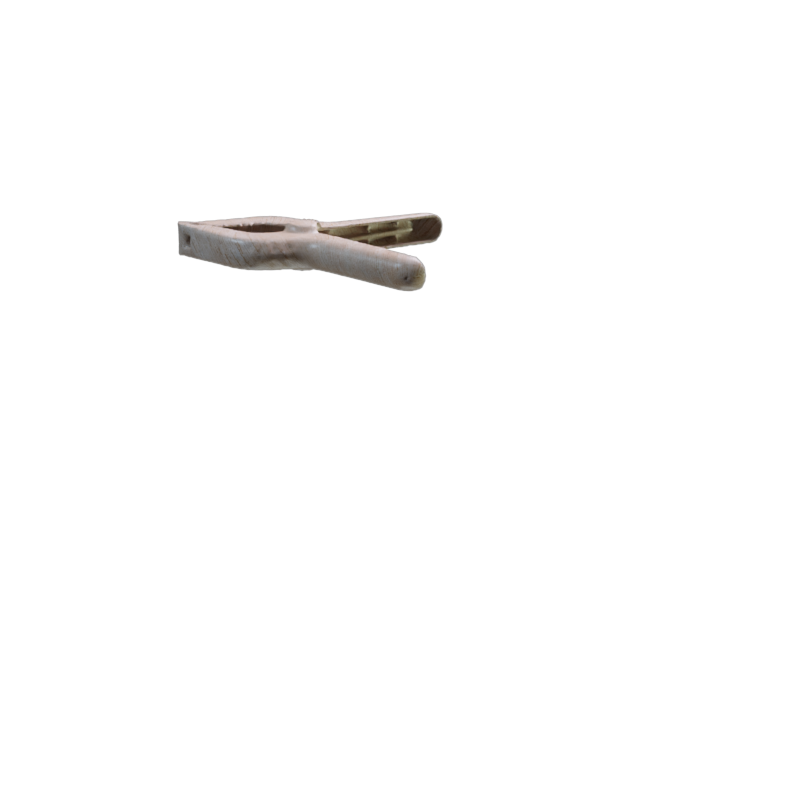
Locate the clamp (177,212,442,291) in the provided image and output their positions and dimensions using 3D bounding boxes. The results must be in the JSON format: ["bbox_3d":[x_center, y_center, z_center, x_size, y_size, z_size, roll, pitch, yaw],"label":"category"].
[{"bbox_3d":[-0.068,-0.124,0.865,0.215,0.035,0.167,6,21,15],"label":"clamp"}]
